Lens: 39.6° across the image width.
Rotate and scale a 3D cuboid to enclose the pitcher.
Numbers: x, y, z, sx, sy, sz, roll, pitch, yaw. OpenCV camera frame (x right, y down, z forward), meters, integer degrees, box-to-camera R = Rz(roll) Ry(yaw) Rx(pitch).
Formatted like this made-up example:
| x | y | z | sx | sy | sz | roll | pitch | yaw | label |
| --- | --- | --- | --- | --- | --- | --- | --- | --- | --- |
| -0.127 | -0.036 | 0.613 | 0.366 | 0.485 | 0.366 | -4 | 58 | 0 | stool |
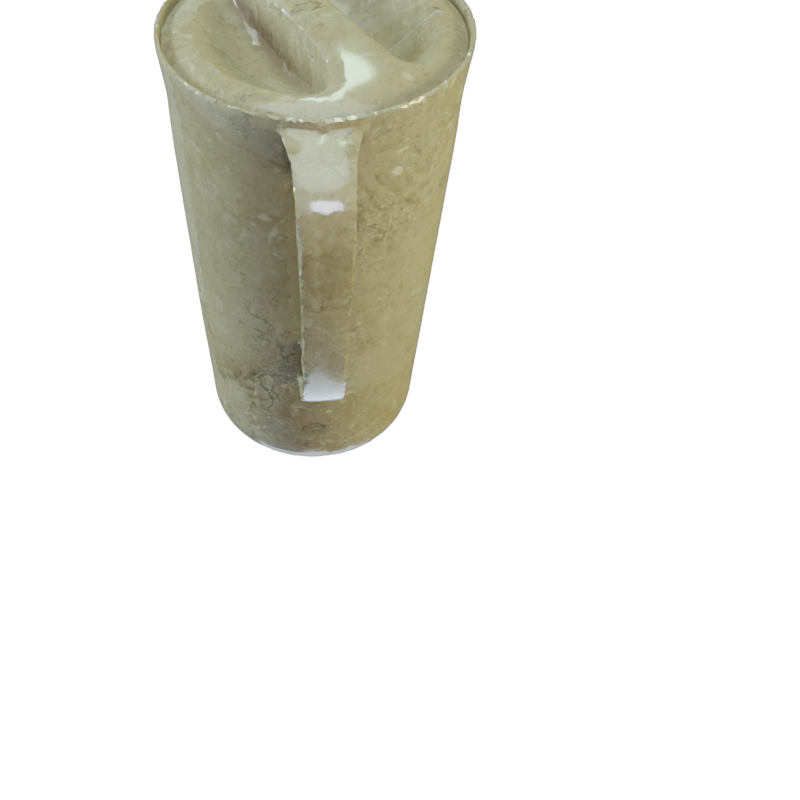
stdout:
| x | y | z | sx | sy | sz | roll | pitch | yaw | label |
| --- | --- | --- | --- | --- | --- | --- | --- | --- | --- |
| -0.041 | -0.076 | 0.529 | 0.153 | 0.226 | 0.151 | 32 | 53 | 24 | pitcher |
